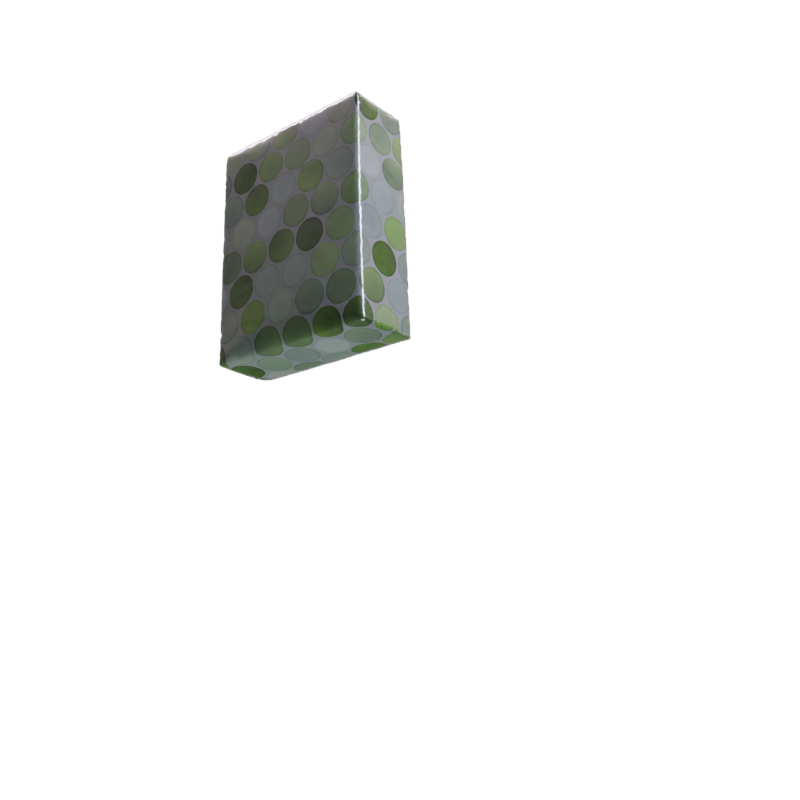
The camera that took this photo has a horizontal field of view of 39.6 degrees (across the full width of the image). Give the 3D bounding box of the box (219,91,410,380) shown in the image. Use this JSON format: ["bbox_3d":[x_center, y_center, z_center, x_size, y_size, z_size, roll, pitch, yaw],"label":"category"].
[{"bbox_3d":[-0.076,-0.139,0.973,0.166,0.226,0.067,-19,-30,35],"label":"box"}]
